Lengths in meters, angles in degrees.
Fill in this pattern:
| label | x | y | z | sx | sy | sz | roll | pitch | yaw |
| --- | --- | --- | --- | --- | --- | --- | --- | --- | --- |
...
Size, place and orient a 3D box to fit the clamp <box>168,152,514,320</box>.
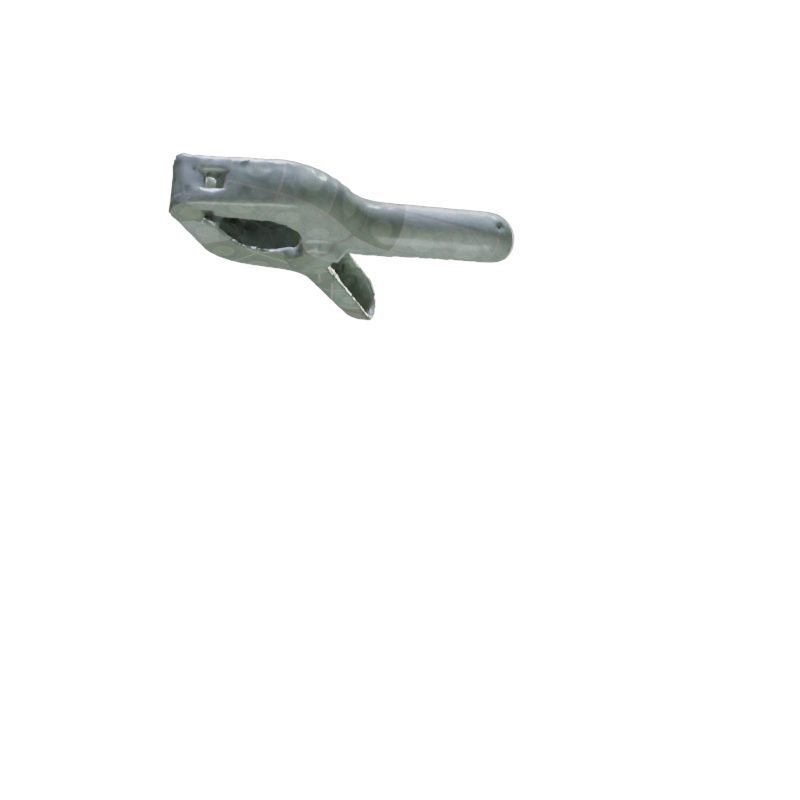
| label | x | y | z | sx | sy | sz | roll | pitch | yaw |
| --- | --- | --- | --- | --- | --- | --- | --- | --- | --- |
| clamp | -0.044 | -0.079 | 0.557 | 0.164 | 0.042 | 0.118 | 14 | -30 | -27 |
